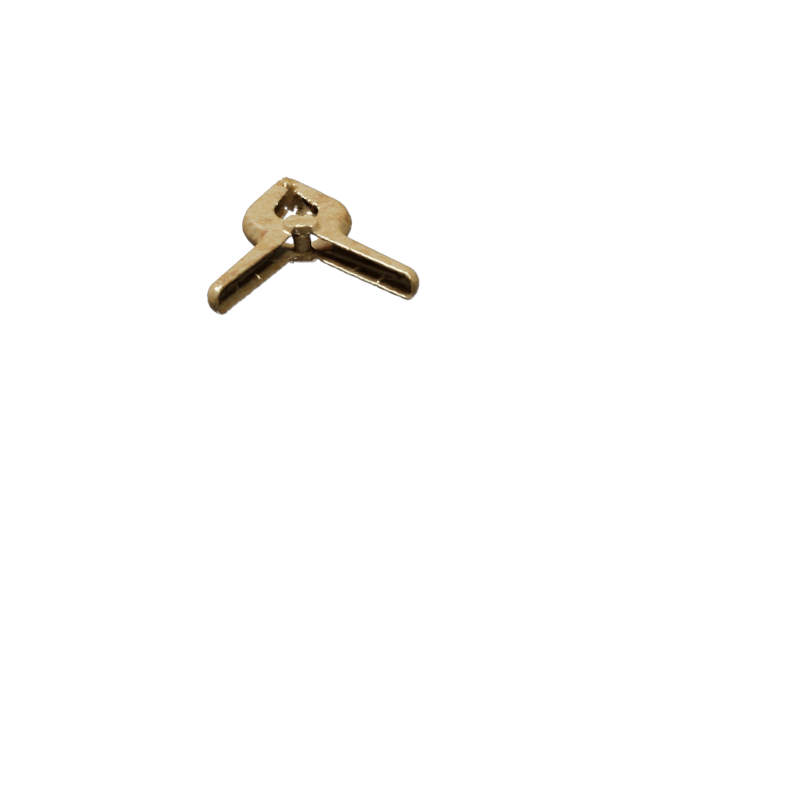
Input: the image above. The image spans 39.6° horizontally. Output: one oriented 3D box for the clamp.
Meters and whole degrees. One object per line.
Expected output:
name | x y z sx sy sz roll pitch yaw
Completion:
clamp | -0.073 -0.133 0.934 0.164 0.034 0.224 -1 33 -2
